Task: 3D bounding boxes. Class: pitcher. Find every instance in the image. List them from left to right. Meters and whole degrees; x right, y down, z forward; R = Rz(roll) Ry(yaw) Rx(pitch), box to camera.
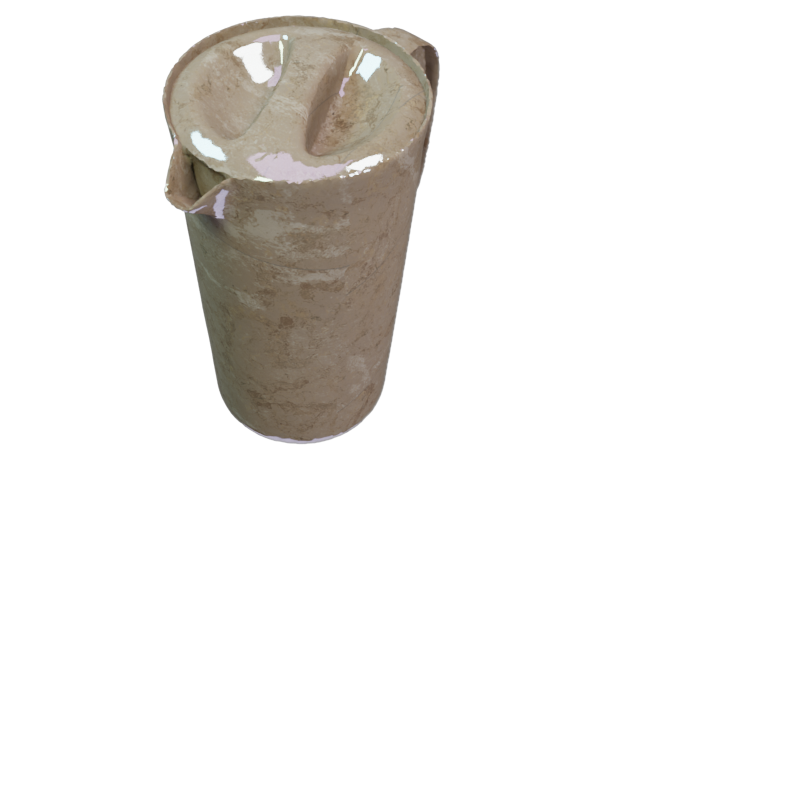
[{"bbox_3d":[-0.050,-0.090,0.633,0.148,0.156,0.226,-2,-39,-5],"label":"pitcher"}]
